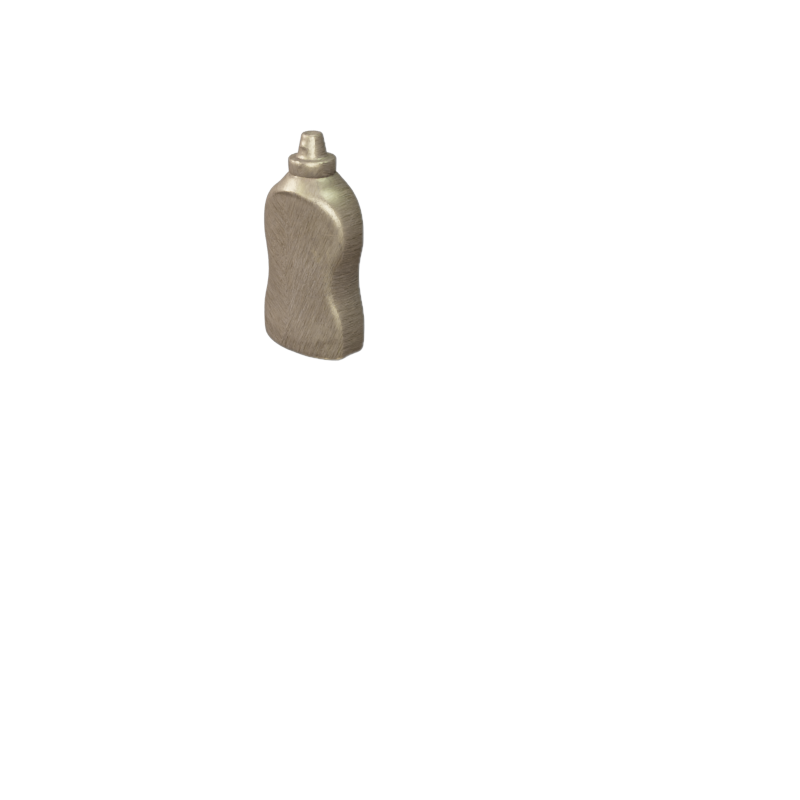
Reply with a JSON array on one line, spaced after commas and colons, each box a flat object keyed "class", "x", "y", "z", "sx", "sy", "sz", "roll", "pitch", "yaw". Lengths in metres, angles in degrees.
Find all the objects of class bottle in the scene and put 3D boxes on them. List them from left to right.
[{"class": "bottle", "x": -0.075, "y": -0.135, "z": 0.949, "sx": 0.102, "sy": 0.183, "sz": 0.057, "roll": 20, "pitch": 27, "yaw": 39}]
